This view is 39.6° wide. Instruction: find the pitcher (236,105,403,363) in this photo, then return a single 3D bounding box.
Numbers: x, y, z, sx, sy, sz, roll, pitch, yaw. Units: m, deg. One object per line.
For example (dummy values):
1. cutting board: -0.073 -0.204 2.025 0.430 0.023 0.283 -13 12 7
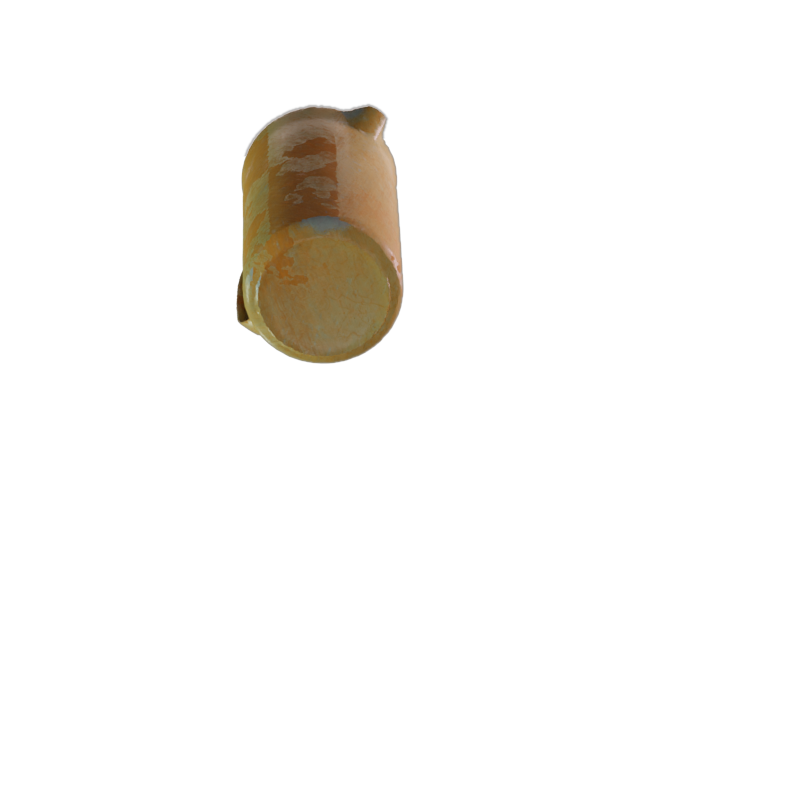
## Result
1. pitcher: -0.066 -0.121 0.844 0.145 0.141 0.257 -7 28 0
